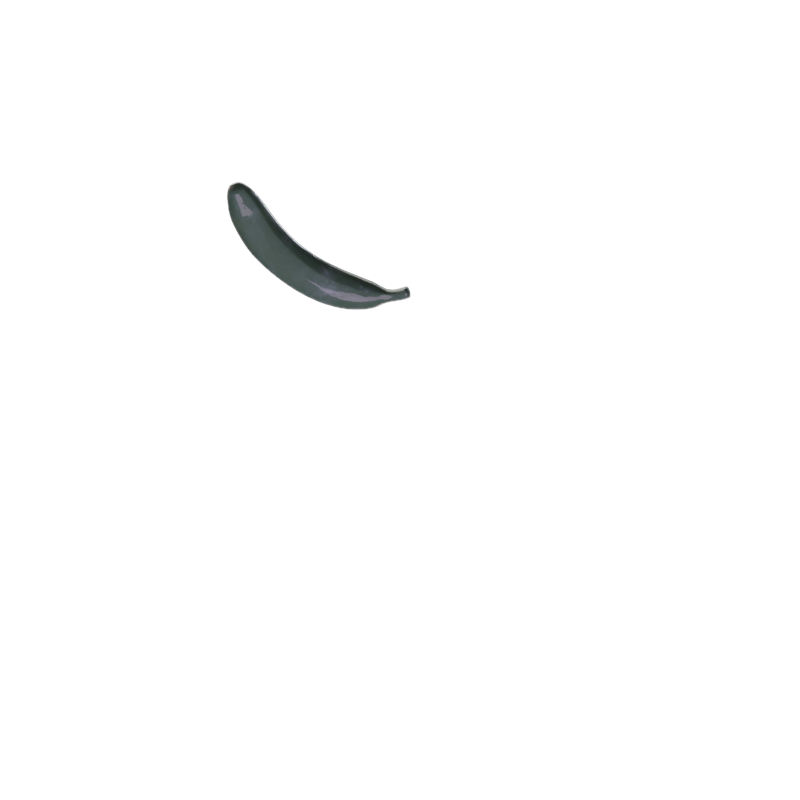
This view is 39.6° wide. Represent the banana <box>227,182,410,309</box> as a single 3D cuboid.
[{"bbox_3d":[-0.086,-0.129,1.000,0.188,0.039,0.068,29,-55,-23],"label":"banana"}]
